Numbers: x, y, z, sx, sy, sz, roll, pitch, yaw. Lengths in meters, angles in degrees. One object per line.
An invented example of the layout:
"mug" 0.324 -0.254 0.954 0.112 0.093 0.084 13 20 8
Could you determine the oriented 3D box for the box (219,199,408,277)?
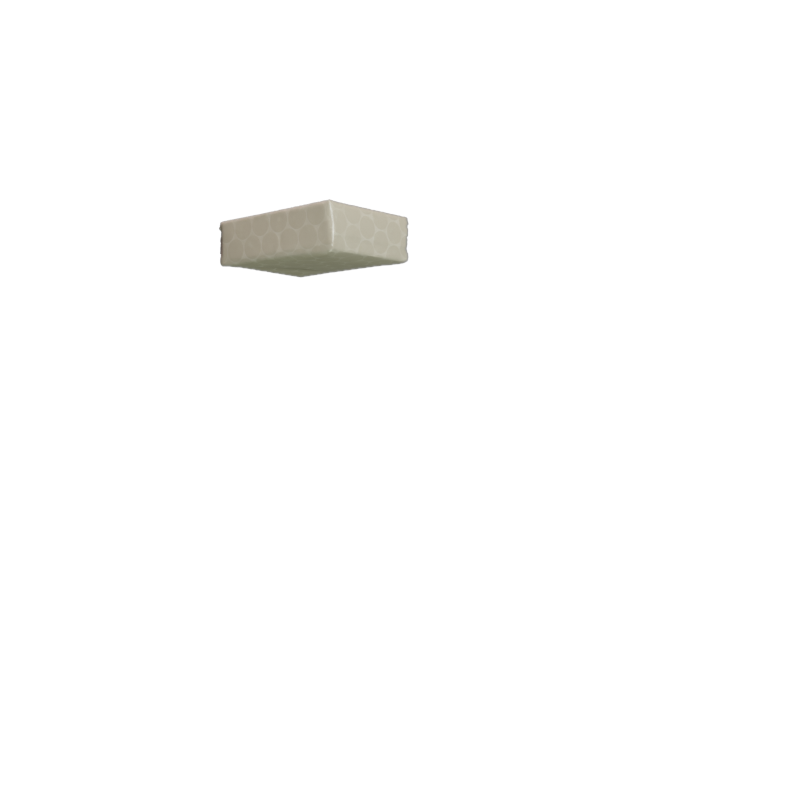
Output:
"box" -0.064 -0.117 0.820 0.117 0.039 0.086 -1 -2 40
